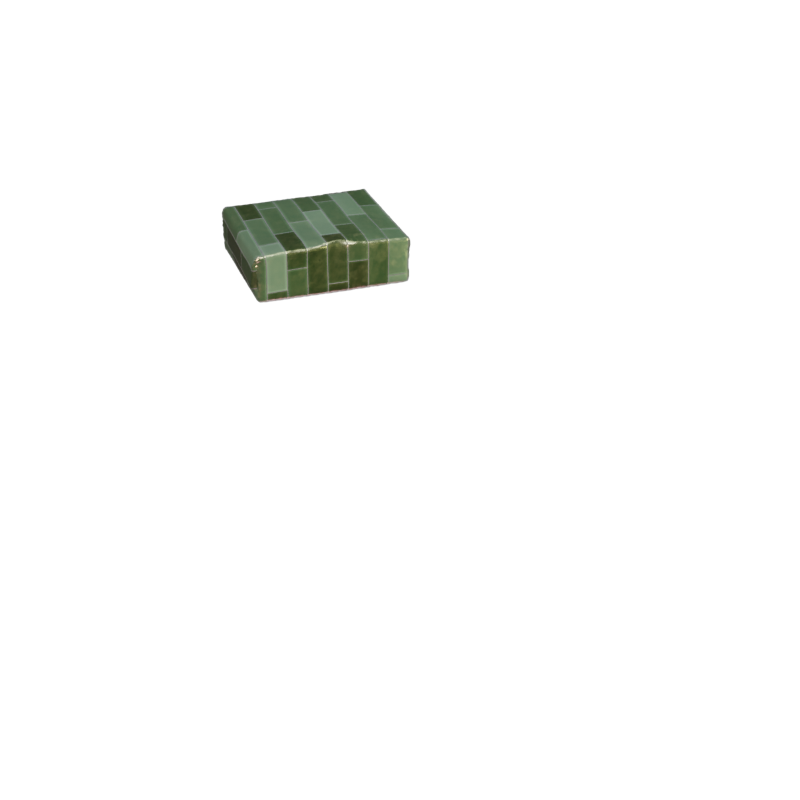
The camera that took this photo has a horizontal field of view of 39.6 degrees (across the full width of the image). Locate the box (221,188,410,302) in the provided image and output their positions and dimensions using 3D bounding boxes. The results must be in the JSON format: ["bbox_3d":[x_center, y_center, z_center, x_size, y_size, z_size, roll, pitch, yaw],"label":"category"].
[{"bbox_3d":[-0.049,-0.088,0.618,0.088,0.028,0.079,-10,32,-16],"label":"box"}]
